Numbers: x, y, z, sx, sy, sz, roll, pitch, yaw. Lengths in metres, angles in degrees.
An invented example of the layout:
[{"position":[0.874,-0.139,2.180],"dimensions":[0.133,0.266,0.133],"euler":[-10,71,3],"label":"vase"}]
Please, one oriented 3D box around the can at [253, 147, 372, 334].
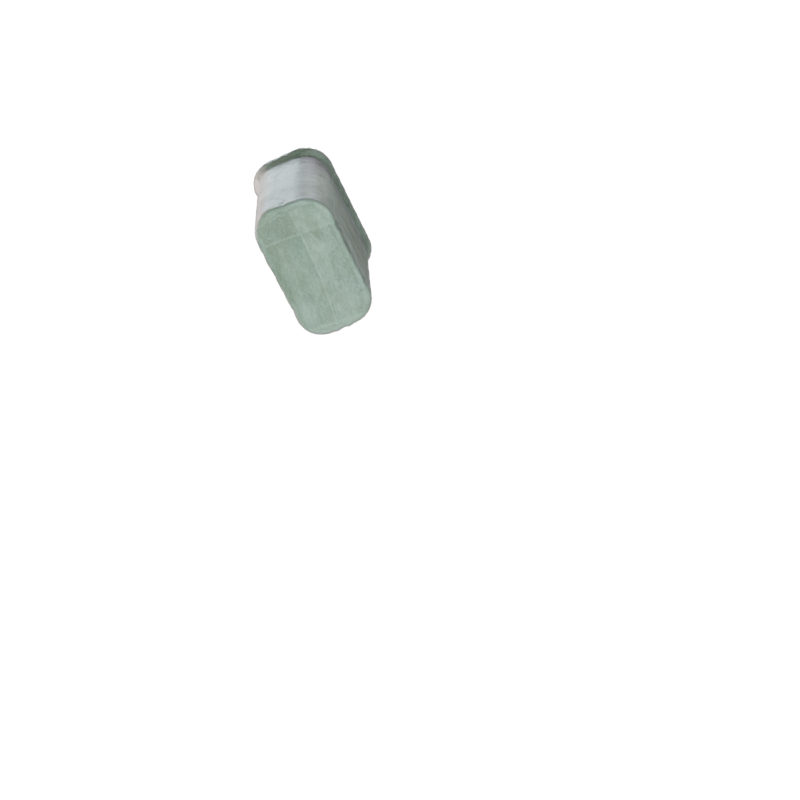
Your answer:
[{"position":[-0.058,-0.106,0.741],"dimensions":[0.058,0.096,0.089],"euler":[-22,27,10],"label":"can"}]
